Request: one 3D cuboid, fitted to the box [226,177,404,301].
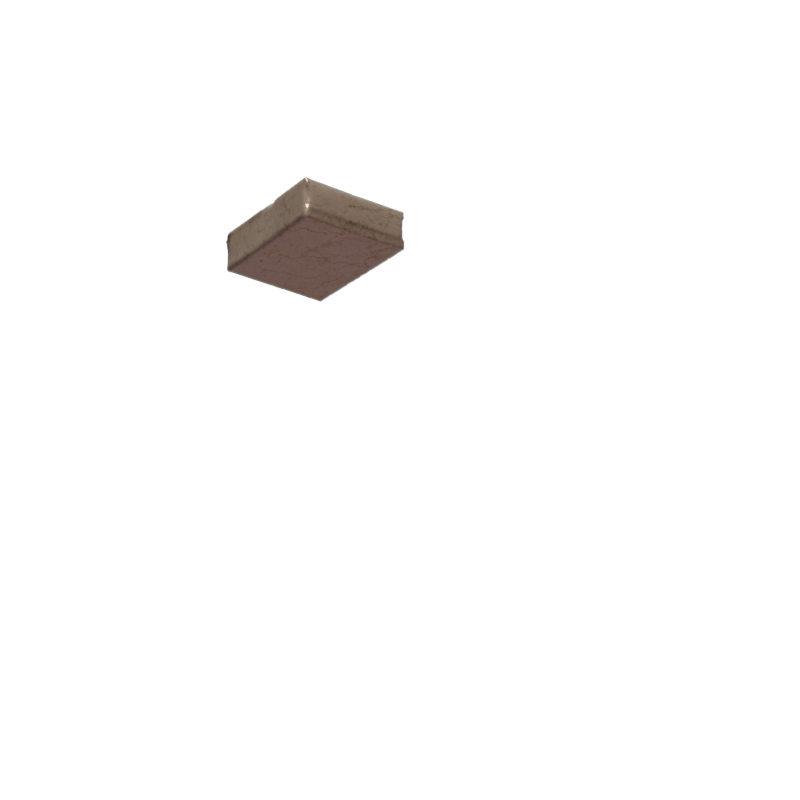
[{"bbox_3d":[-0.053,-0.096,0.676,0.069,0.032,0.089,16,-27,-35],"label":"box"}]
